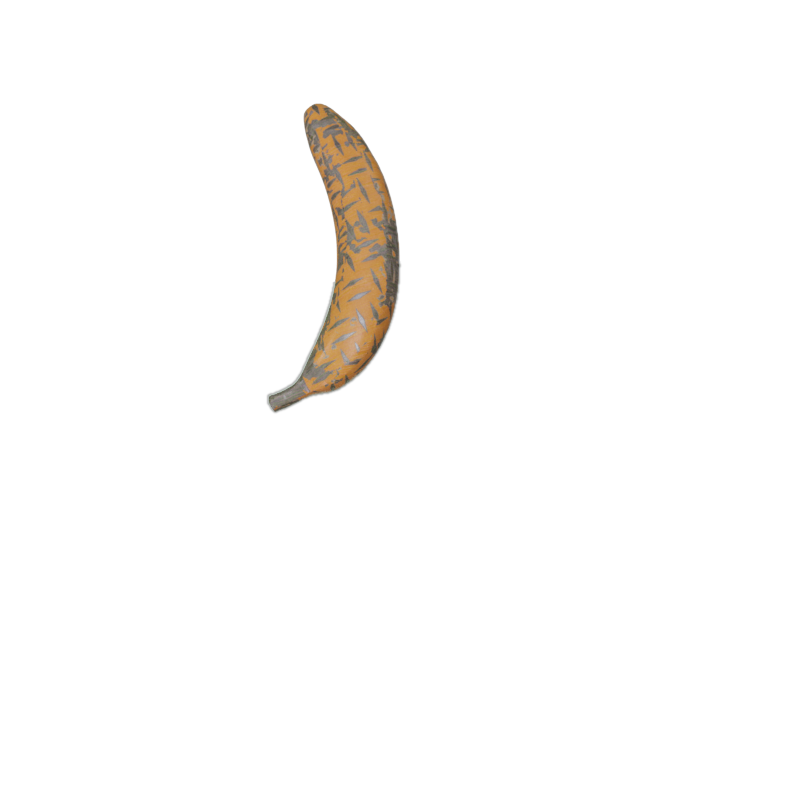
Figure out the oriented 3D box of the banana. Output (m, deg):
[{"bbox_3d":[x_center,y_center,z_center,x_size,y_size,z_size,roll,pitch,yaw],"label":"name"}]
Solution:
[{"bbox_3d":[-0.034,-0.089,0.663,0.070,0.207,0.035,5,-21,1],"label":"banana"}]
